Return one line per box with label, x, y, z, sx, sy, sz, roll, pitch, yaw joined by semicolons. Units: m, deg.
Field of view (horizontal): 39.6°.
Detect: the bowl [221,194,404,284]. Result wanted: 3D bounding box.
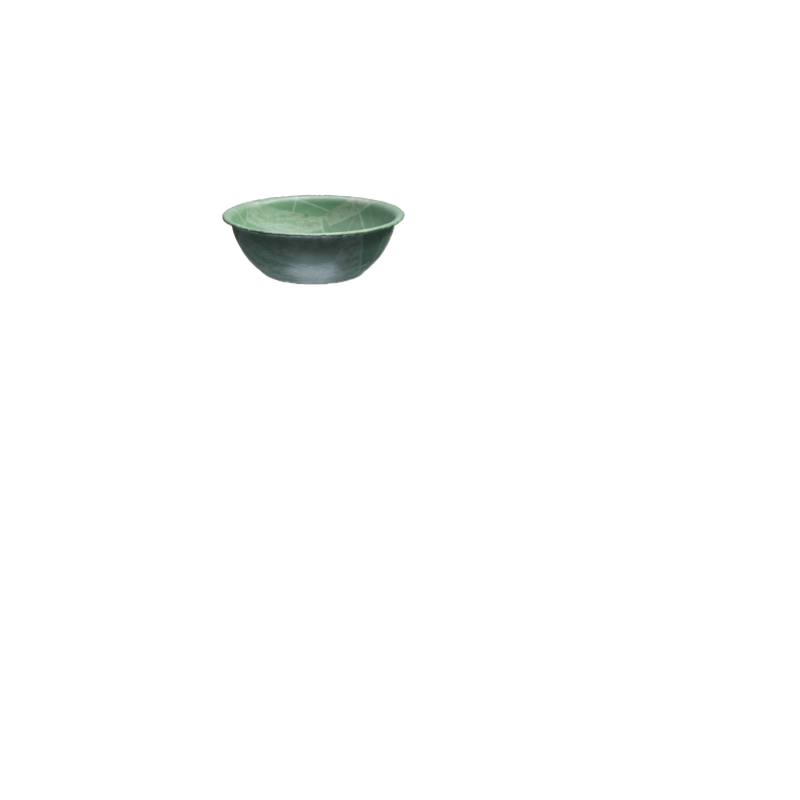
bowl;-0.077;-0.141;0.990;0.162;0.053;0.169;-1;21;-2
